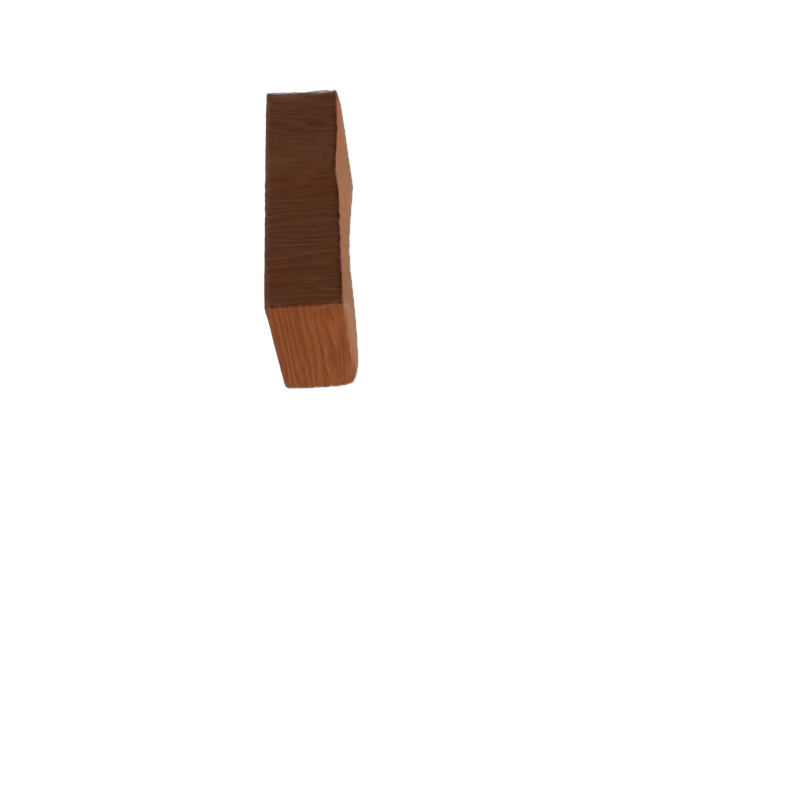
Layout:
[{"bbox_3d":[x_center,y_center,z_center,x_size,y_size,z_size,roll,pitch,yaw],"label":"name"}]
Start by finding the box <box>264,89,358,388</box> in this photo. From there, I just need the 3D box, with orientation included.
[{"bbox_3d":[-0.076,-0.139,0.977,0.072,0.227,0.154,-3,-27,1],"label":"box"}]
